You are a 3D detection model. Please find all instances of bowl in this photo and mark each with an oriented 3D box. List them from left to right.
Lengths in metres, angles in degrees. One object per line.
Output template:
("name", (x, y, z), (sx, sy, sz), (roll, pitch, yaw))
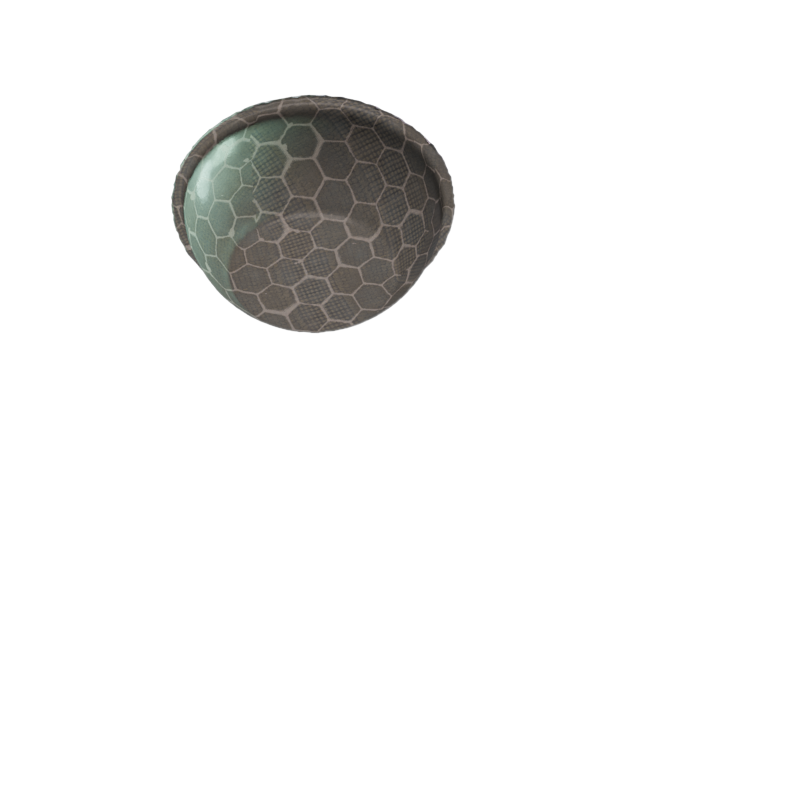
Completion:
("bowl", (-0.048, -0.088, 0.615), (0.162, 0.059, 0.151), (1, -43, -1))
